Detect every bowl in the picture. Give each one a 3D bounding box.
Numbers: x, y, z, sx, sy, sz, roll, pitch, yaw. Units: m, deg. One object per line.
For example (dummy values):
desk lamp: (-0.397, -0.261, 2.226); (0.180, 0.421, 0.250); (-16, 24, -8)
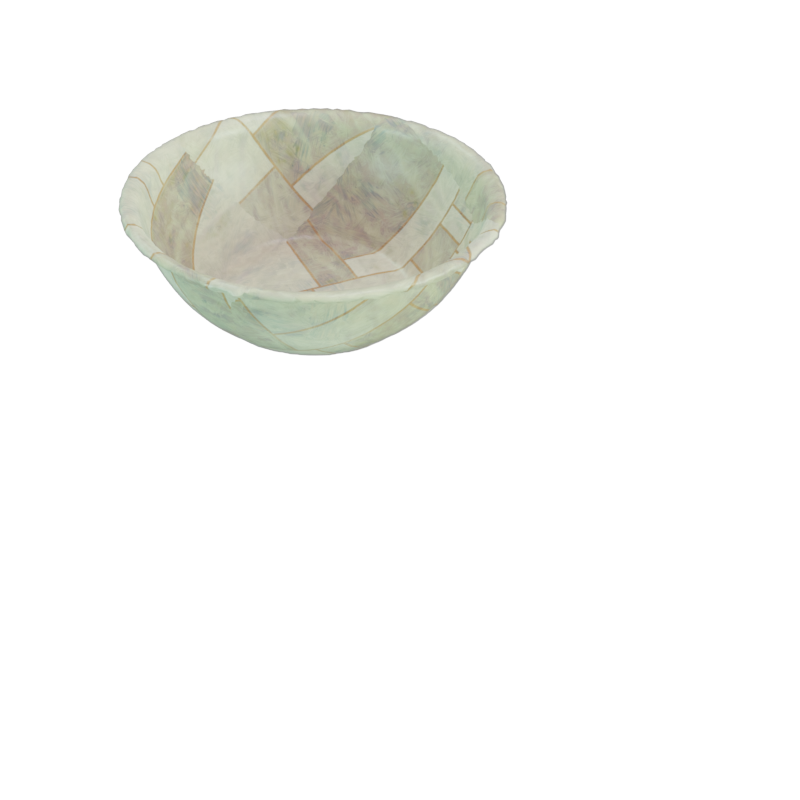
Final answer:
bowl: (-0.037, -0.068, 0.478); (0.162, 0.051, 0.173); (-1, 38, -2)
